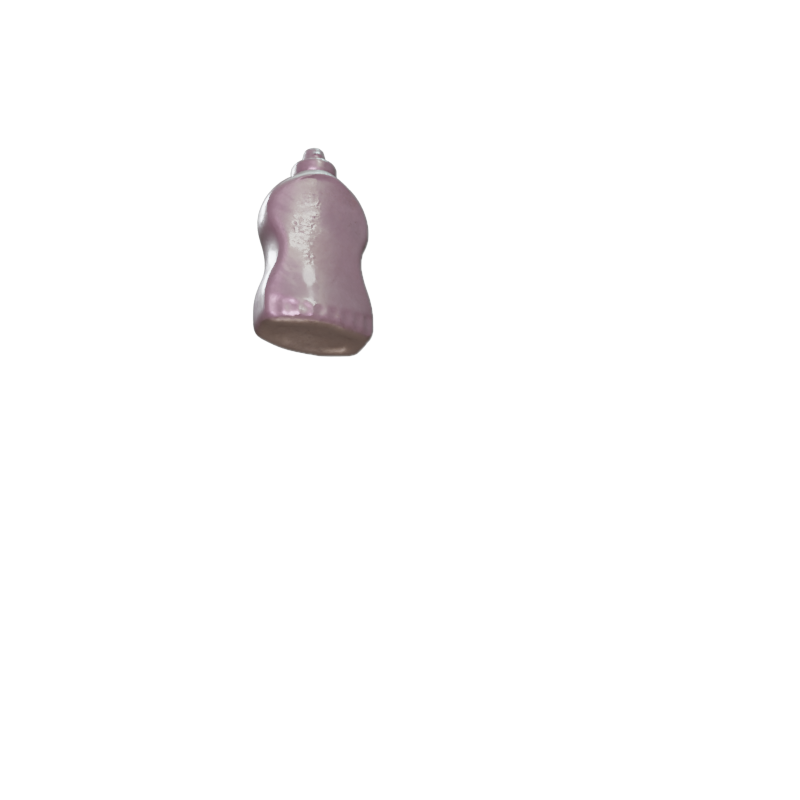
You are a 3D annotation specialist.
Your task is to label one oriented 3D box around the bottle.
[{"bbox_3d":[-0.073,-0.134,0.939,0.093,0.205,0.056,10,-34,-18],"label":"bottle"}]
